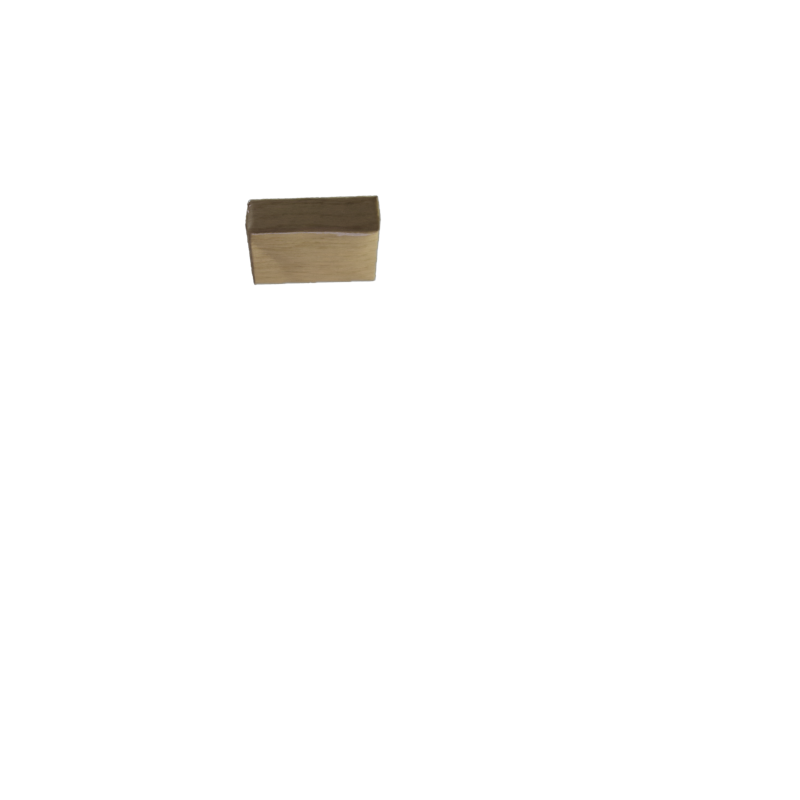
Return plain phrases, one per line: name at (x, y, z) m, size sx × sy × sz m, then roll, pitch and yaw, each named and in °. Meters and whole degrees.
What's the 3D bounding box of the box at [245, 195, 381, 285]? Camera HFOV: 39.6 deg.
box at (-0.075, -0.137, 0.959) m, size 0.113 × 0.041 × 0.085 m, roll 0°, pitch -25°, yaw -1°
